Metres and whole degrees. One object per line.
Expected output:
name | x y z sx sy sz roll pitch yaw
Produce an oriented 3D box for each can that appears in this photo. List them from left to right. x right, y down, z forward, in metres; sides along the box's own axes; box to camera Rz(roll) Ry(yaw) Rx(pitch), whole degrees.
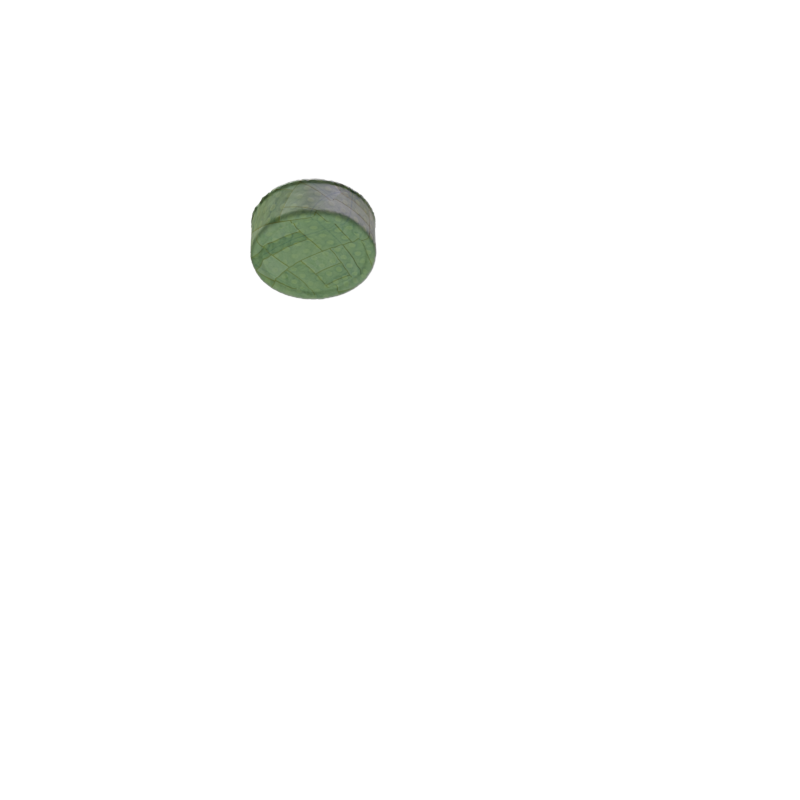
can | -0.059 -0.107 0.750 0.086 0.036 0.080 1 -40 -1
